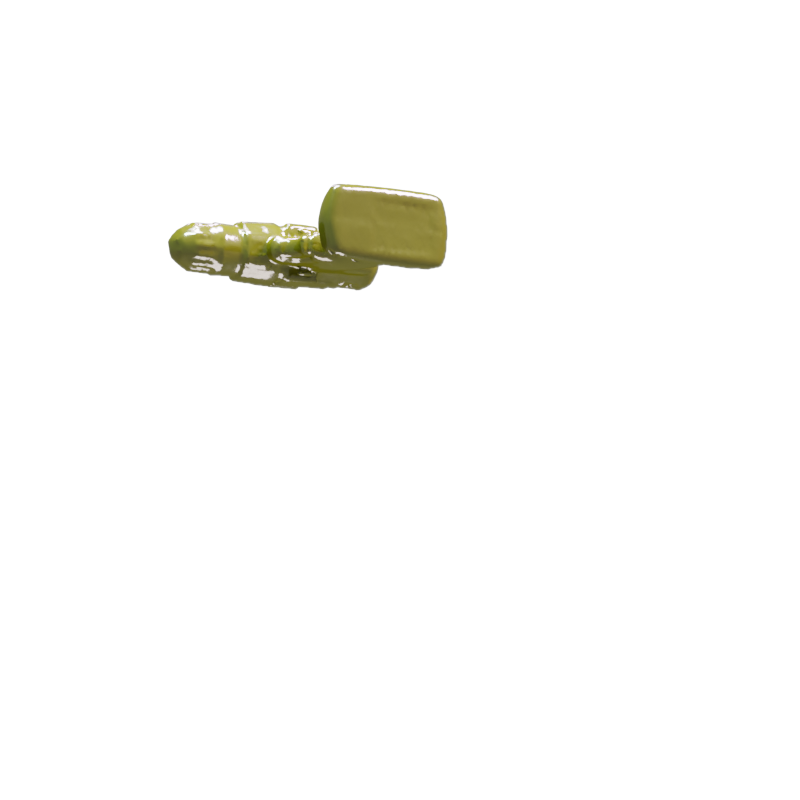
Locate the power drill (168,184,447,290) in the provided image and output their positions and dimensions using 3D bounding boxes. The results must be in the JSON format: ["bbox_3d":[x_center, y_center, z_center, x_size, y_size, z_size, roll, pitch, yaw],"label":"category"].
[{"bbox_3d":[-0.067,-0.123,0.862,0.178,0.058,0.192,1,-1,-30],"label":"power drill"}]
